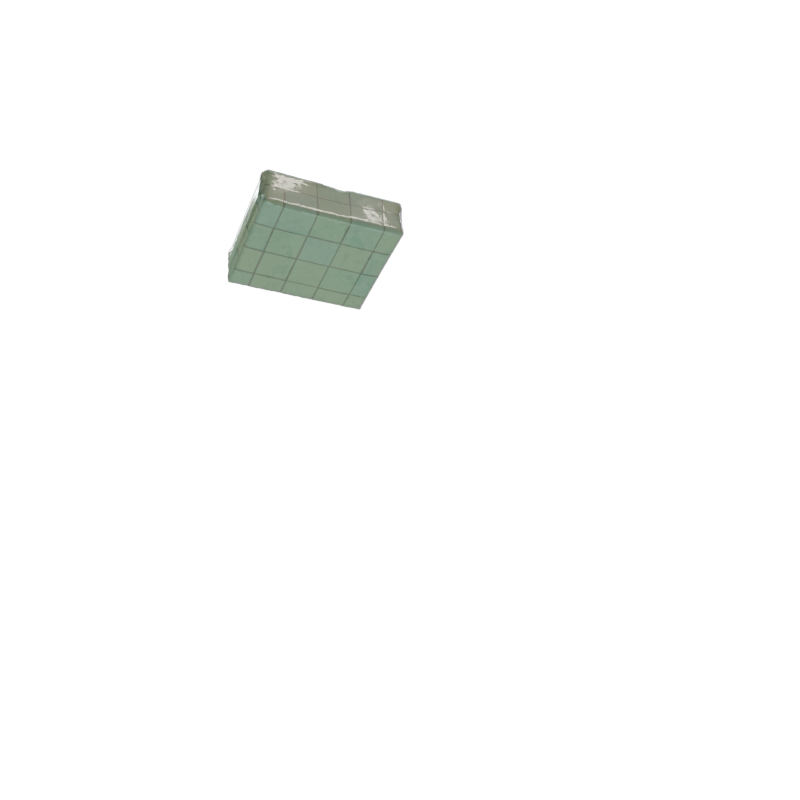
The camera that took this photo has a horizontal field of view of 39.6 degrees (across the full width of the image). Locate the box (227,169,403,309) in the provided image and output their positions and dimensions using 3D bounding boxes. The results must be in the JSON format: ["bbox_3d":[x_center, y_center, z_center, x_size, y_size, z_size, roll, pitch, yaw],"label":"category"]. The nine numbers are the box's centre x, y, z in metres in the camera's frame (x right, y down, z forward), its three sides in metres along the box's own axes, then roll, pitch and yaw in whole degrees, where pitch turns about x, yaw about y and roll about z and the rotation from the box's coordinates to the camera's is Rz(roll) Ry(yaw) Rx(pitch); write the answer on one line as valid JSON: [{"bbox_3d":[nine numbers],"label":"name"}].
[{"bbox_3d":[-0.052,-0.095,0.668,0.087,0.032,0.070,13,-42,-15],"label":"box"}]
